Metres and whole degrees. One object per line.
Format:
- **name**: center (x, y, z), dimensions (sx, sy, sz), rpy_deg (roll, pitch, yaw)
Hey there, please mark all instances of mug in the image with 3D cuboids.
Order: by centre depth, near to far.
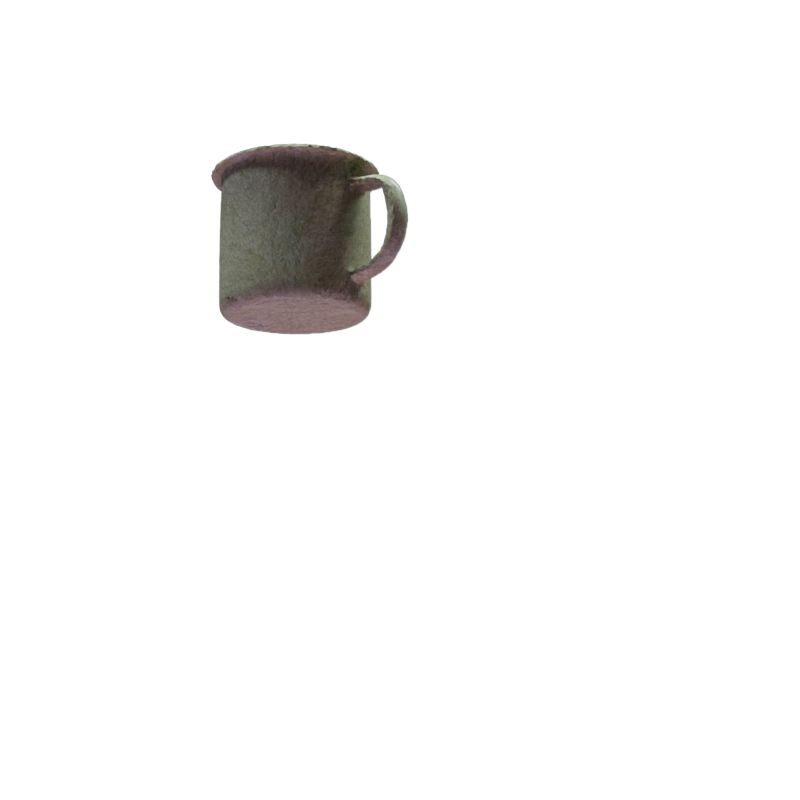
- **mug**: center (-0.046, -0.085, 0.594), dimensions (0.120, 0.085, 0.088), rpy_deg (-9, -17, 32)
